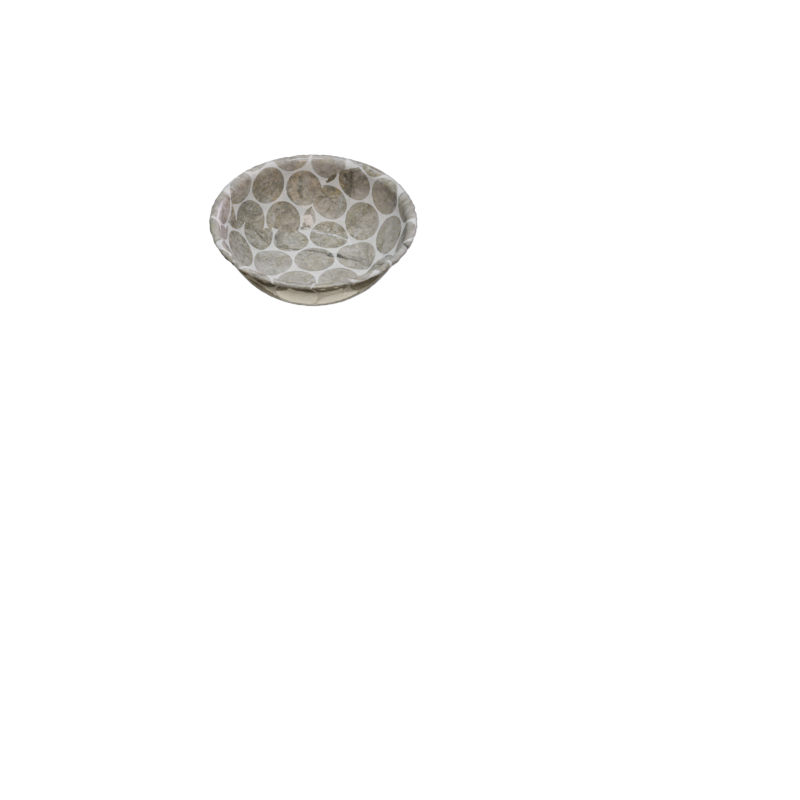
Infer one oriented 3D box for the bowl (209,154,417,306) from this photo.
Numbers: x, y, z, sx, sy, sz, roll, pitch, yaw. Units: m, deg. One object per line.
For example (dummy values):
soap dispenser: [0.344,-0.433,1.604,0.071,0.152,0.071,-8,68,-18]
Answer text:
bowl: [-0.069,-0.125,0.877,0.162,0.174,0.051,-1,-45,-1]
